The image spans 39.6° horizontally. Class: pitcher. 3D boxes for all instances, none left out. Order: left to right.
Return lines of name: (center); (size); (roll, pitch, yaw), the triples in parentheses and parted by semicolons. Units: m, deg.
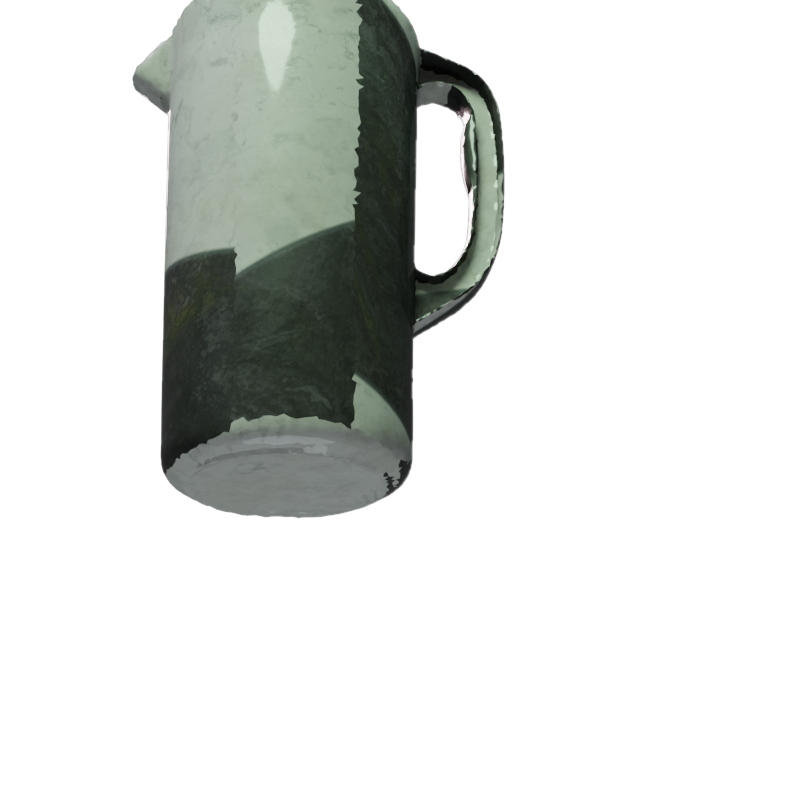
pitcher: (-0.042, -0.076, 0.531); (0.150, 0.258, 0.135); (-22, -34, 34)
